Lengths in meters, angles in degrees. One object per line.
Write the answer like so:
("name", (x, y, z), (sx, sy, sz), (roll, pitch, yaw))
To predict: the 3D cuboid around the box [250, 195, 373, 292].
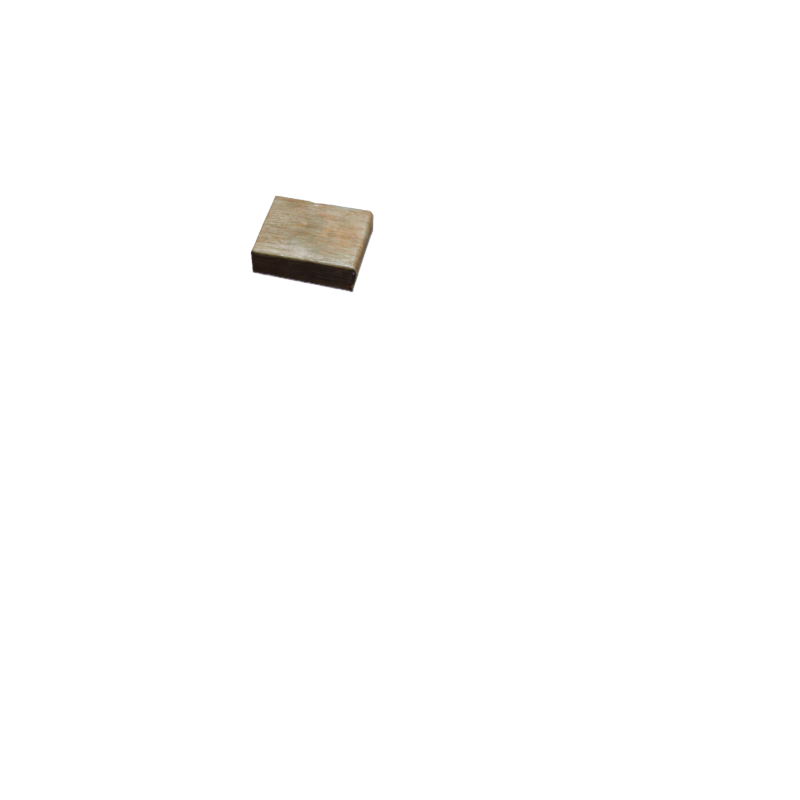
("box", (-0.073, -0.133, 0.932), (0.091, 0.077, 0.028), (10, -42, 9))
